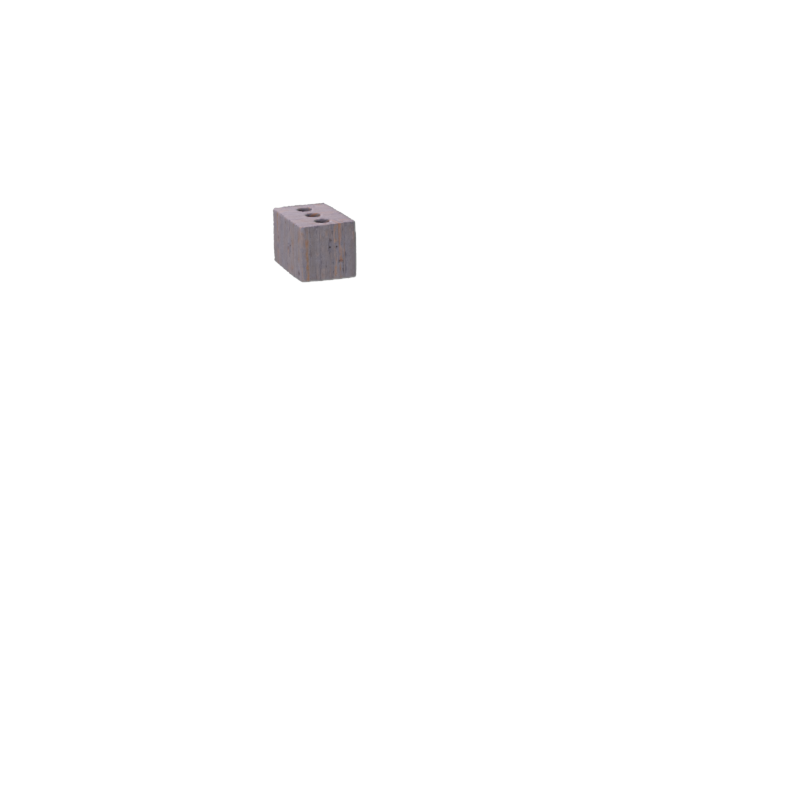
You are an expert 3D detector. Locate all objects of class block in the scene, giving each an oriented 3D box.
[{"bbox_3d":[-0.078,-0.142,0.995,0.052,0.049,0.083,-8,23,-23],"label":"block"}]
